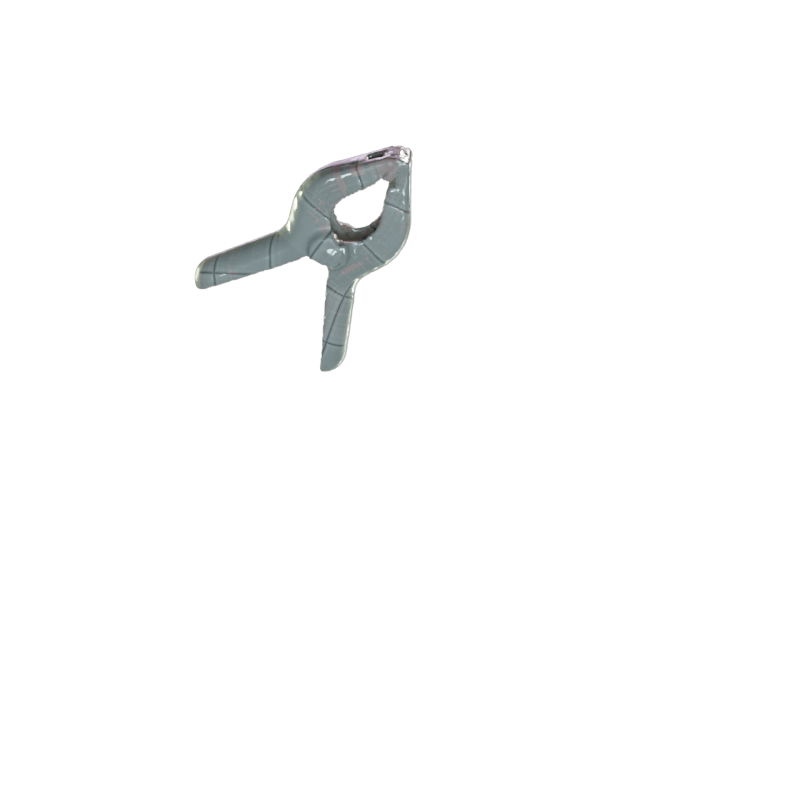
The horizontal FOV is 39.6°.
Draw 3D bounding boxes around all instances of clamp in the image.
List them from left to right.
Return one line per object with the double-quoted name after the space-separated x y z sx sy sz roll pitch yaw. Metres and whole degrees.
-0.058 -0.106 0.740 0.117 0.166 0.042 25 26 -14 "clamp"
